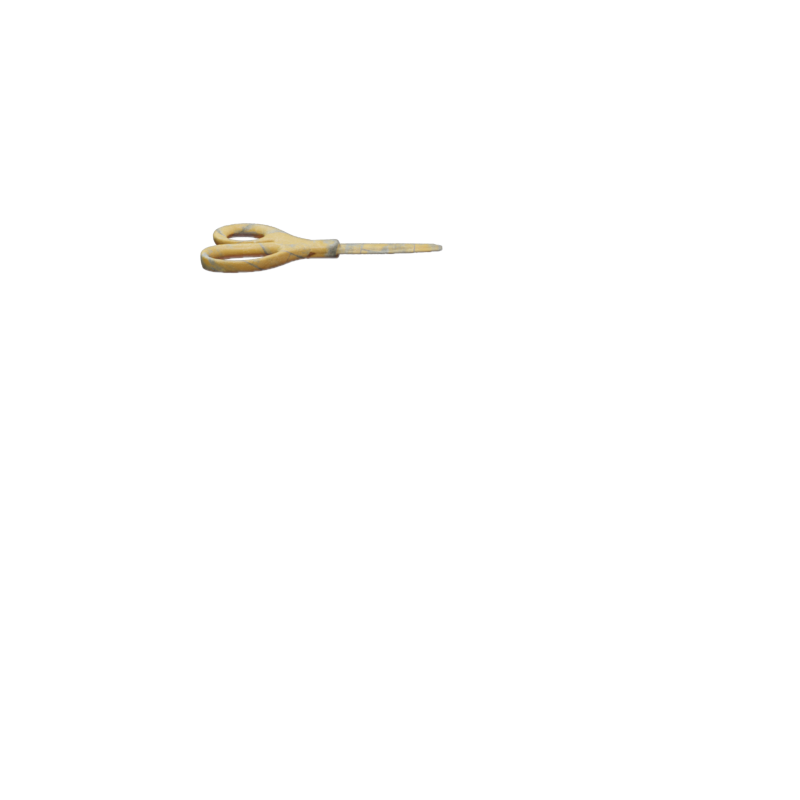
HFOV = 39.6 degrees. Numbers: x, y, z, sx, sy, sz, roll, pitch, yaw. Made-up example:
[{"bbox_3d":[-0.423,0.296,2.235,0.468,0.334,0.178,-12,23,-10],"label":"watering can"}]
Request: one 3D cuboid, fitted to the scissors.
[{"bbox_3d":[-0.075,-0.136,0.954,0.198,0.015,0.103,-9,30,-16],"label":"scissors"}]
